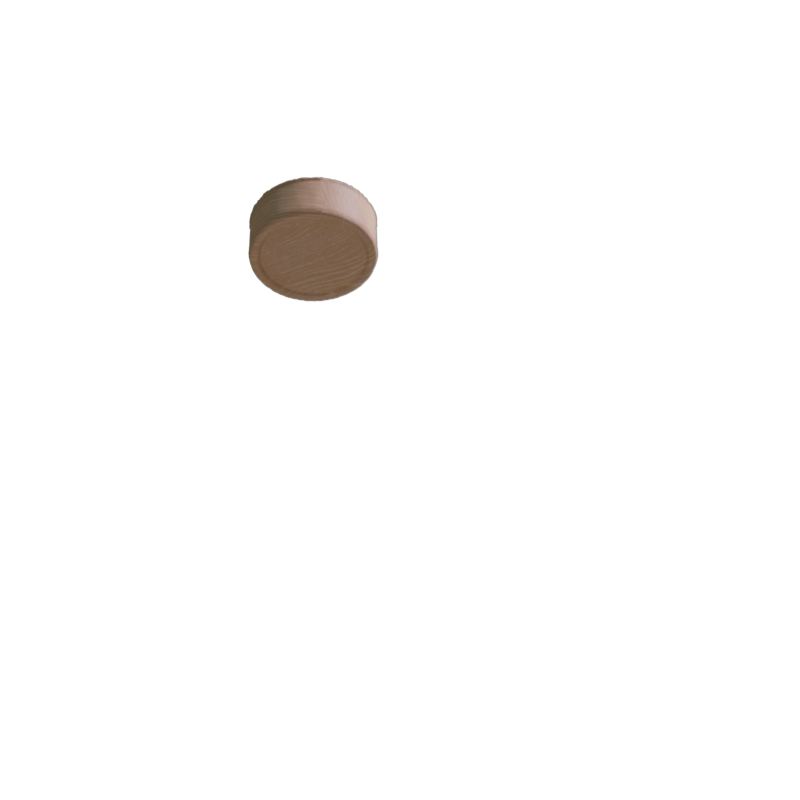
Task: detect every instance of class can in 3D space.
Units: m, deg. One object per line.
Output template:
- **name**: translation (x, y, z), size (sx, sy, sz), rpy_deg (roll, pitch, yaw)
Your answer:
- **can**: translation (-0.057, -0.104, 0.730), size (0.086, 0.036, 0.080), rpy_deg (1, -41, -1)
